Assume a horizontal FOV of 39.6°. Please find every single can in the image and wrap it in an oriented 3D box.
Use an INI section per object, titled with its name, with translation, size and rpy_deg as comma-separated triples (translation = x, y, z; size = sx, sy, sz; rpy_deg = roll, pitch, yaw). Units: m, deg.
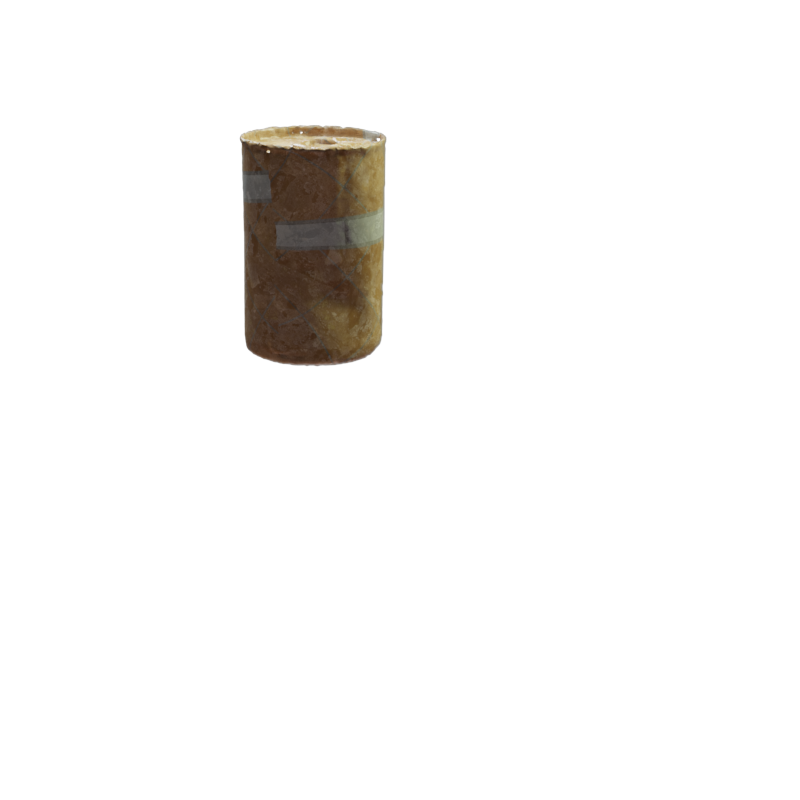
[can]
translation = -0.041, -0.075, 0.525
size = 0.068, 0.099, 0.071
rpy_deg = 0, 17, -2
